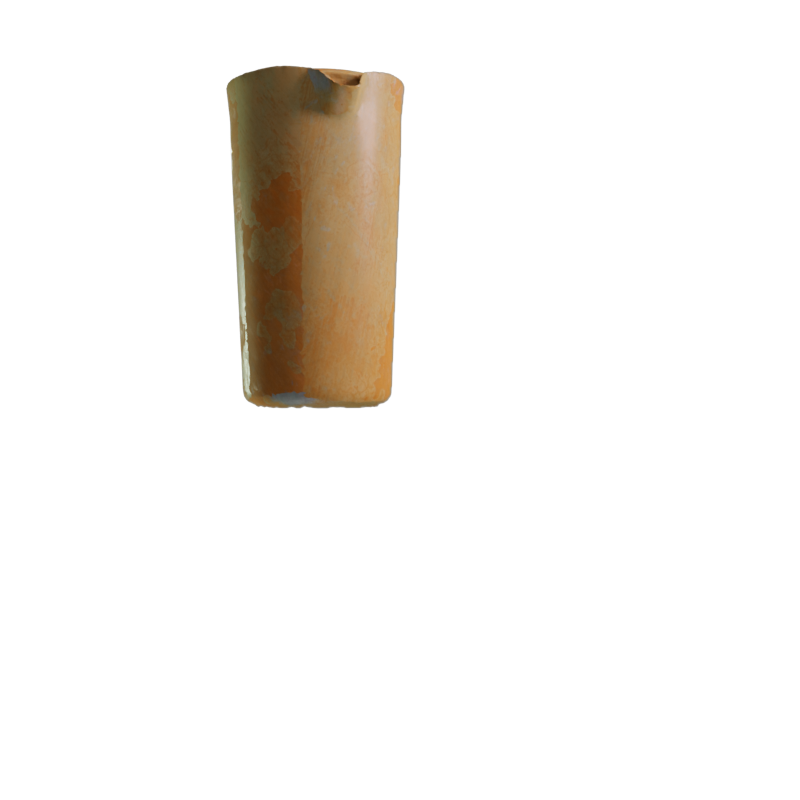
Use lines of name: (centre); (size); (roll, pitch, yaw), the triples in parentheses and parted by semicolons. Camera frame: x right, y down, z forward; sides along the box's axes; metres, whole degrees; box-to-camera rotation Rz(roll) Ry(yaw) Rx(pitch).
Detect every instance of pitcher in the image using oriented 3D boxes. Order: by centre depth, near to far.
pitcher: (-0.065, -0.118, 0.826); (0.149, 0.247, 0.143); (-3, -5, 26)
